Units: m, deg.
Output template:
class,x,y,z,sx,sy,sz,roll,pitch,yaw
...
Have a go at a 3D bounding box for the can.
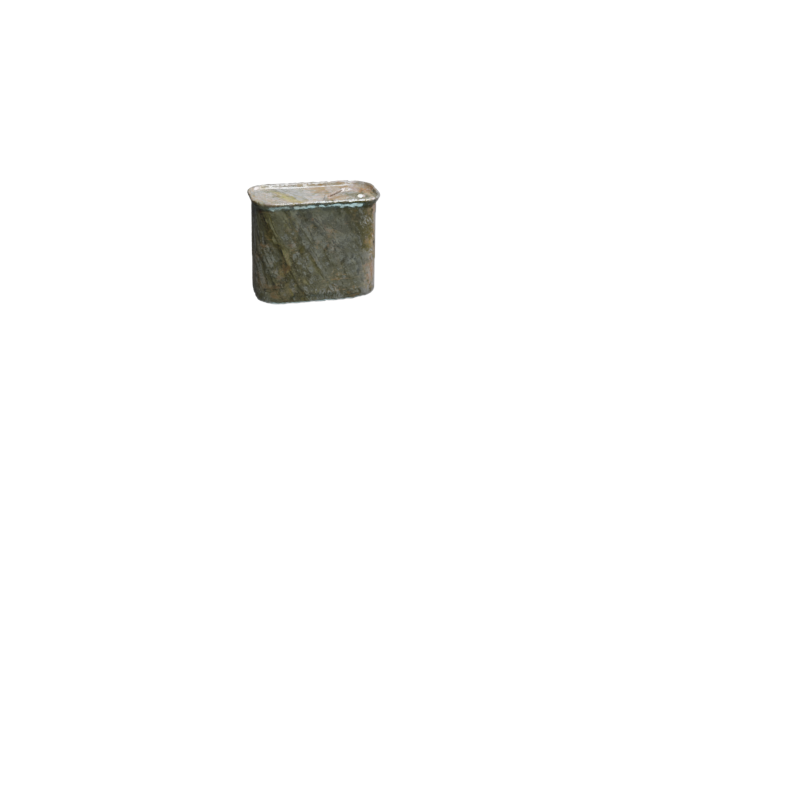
class,x,y,z,sx,sy,sz,roll,pitch,yaw
can,-0.069,-0.126,0.881,0.100,0.080,0.061,-4,22,-12
